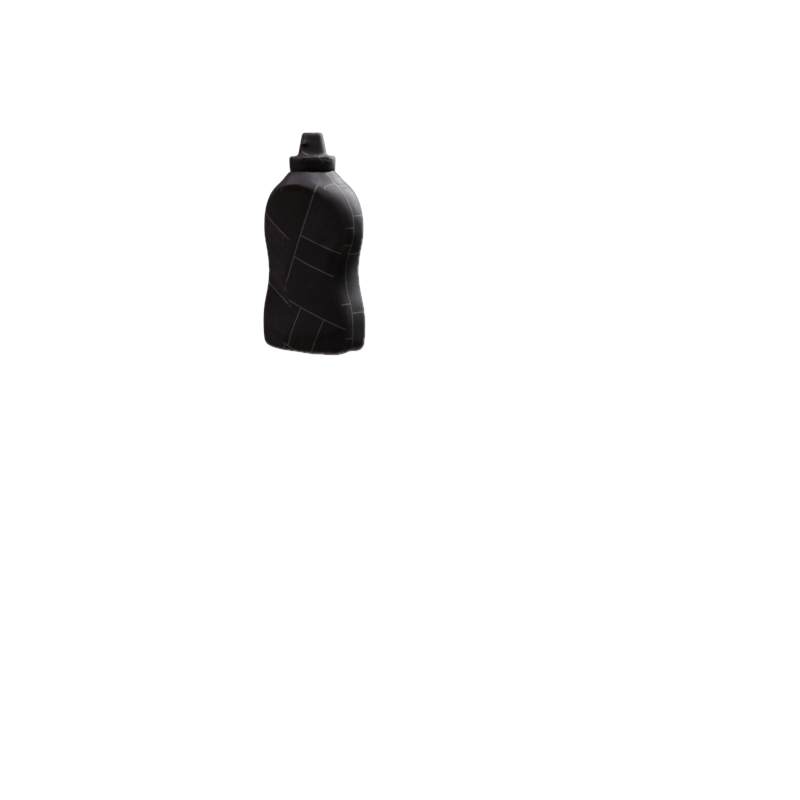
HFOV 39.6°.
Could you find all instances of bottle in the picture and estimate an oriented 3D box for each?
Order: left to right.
[{"bbox_3d":[-0.077,-0.140,0.979,0.100,0.189,0.056,5,7,39],"label":"bottle"}]
